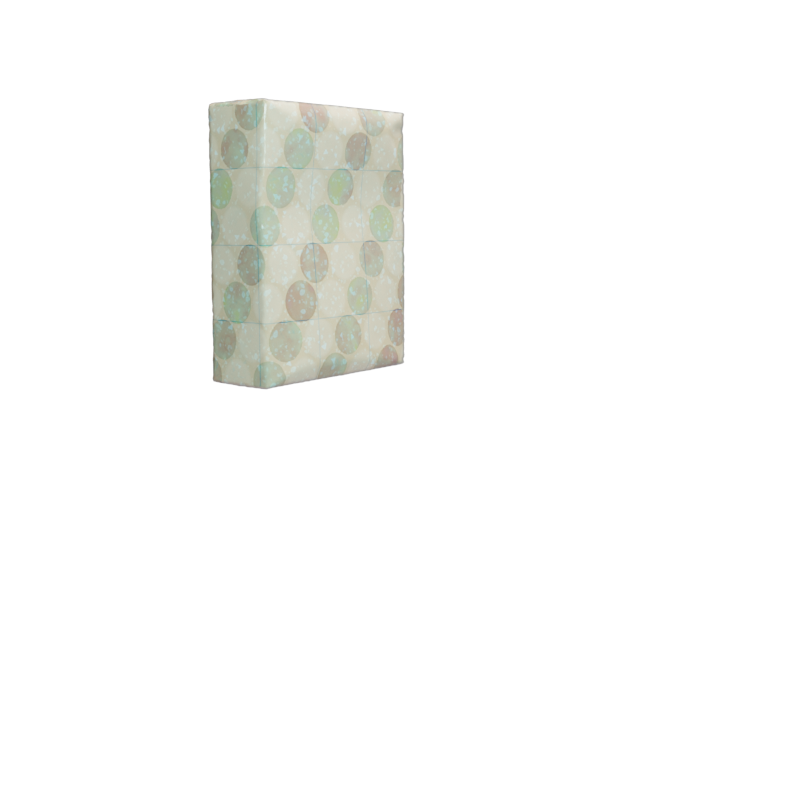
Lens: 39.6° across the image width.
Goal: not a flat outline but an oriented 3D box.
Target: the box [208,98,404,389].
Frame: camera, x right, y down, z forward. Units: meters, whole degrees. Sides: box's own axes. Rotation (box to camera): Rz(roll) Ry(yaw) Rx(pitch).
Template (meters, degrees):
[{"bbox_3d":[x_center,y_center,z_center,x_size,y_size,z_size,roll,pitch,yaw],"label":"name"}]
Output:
[{"bbox_3d":[-0.069,-0.125,0.878,0.075,0.212,0.159,2,5,41],"label":"box"}]
